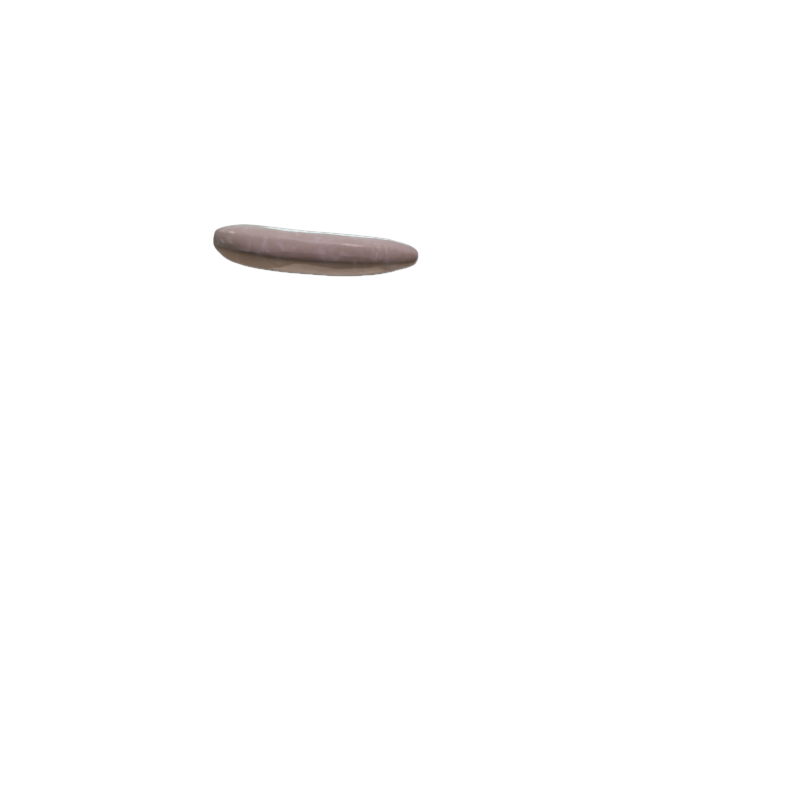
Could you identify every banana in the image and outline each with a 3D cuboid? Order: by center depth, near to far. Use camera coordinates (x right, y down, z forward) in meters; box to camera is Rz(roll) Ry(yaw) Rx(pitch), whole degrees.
[{"bbox_3d":[-0.087,-0.134,0.967,0.204,0.035,0.070,10,25,21],"label":"banana"}]
